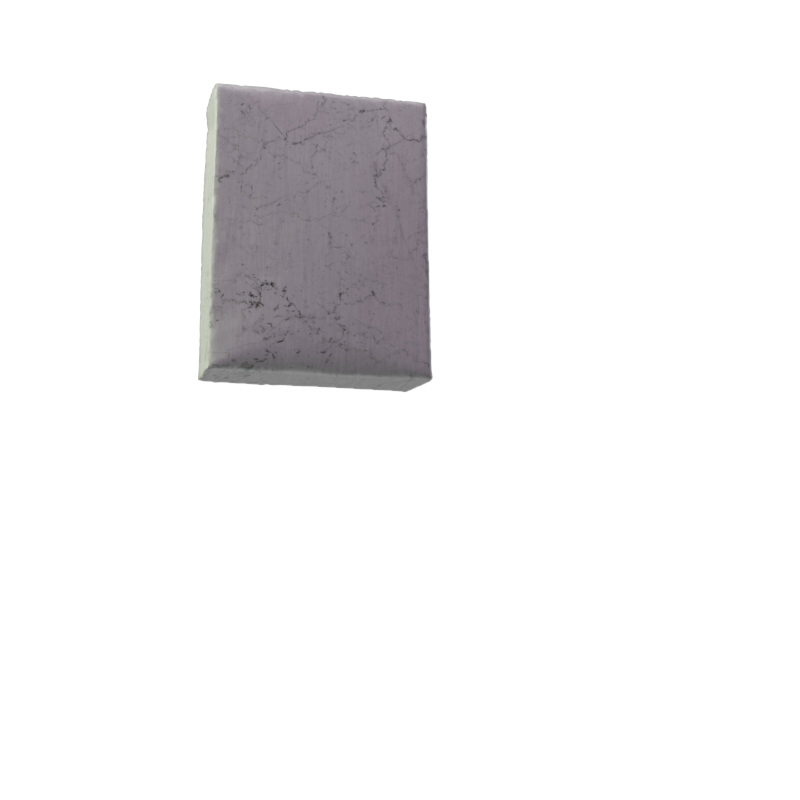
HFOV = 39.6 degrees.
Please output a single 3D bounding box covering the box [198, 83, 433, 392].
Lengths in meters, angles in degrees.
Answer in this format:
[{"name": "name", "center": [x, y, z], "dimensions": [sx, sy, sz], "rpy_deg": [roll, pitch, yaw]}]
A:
[{"name": "box", "center": [-0.065, -0.118, 0.824], "dimensions": [0.161, 0.222, 0.070], "rpy_deg": [3, -16, -14]}]
